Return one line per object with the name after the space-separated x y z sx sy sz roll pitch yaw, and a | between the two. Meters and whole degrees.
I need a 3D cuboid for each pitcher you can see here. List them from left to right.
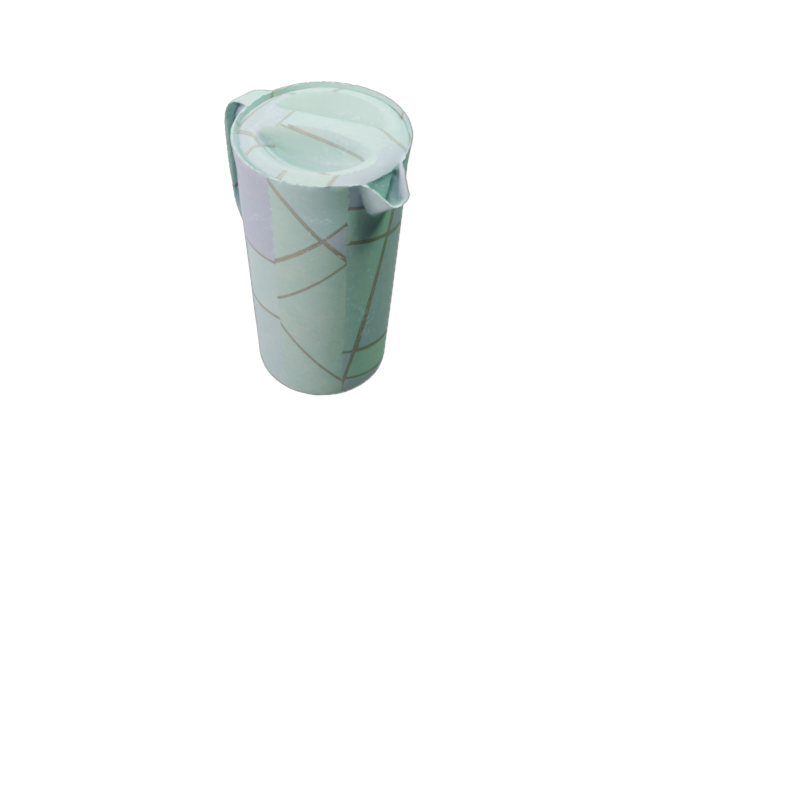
-0.069 -0.126 0.886 0.145 0.226 0.160 1 45 -2 | pitcher
